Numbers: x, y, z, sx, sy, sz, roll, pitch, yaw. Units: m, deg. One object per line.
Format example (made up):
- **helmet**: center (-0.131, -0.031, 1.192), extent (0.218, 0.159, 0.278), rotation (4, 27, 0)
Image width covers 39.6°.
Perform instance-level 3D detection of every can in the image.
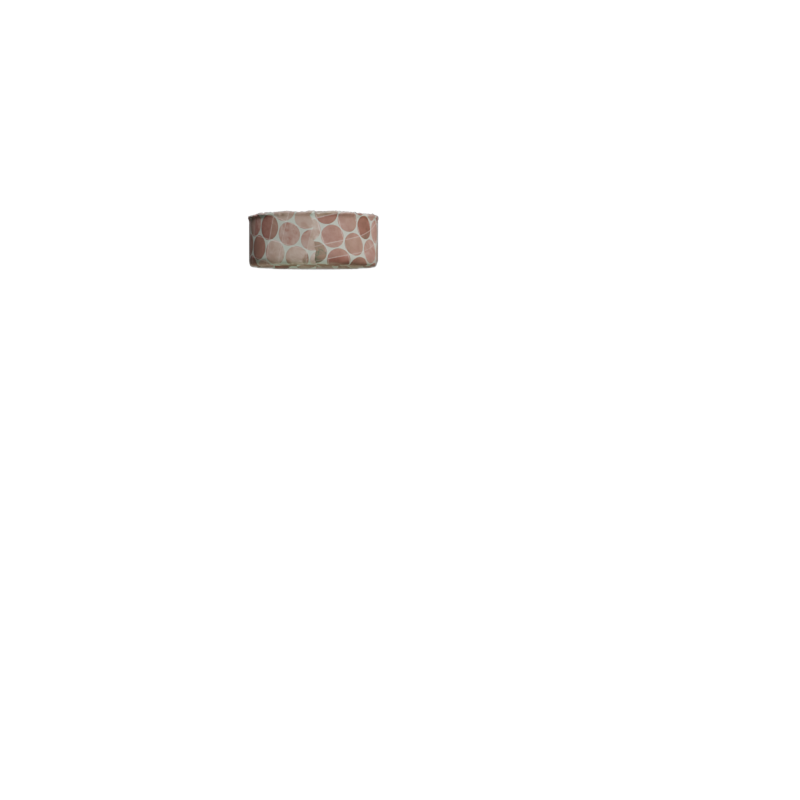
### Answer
- **can**: center (-0.057, -0.103, 0.724), extent (0.086, 0.034, 0.086), rotation (0, 3, -2)
